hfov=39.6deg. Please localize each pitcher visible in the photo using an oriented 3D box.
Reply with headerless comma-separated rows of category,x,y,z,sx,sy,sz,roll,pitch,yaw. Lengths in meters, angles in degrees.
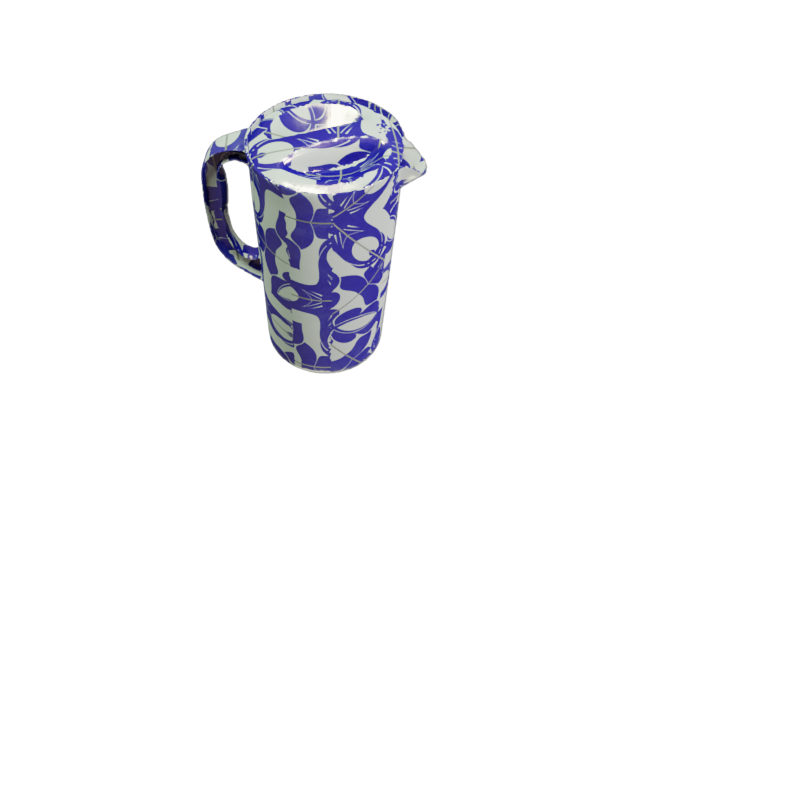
pitcher,-0.077,-0.140,0.980,0.145,0.226,0.160,-30,55,-27
